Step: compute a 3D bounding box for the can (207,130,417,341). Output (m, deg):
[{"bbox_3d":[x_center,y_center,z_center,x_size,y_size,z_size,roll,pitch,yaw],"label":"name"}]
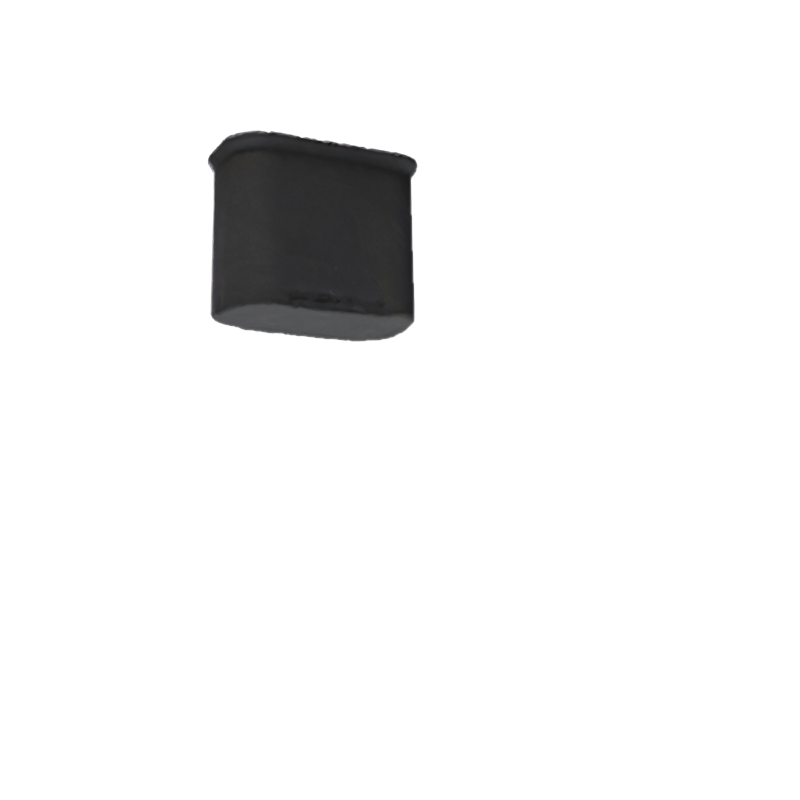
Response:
[{"bbox_3d":[-0.042,-0.077,0.539,0.098,0.087,0.057,6,-16,-25],"label":"can"}]
